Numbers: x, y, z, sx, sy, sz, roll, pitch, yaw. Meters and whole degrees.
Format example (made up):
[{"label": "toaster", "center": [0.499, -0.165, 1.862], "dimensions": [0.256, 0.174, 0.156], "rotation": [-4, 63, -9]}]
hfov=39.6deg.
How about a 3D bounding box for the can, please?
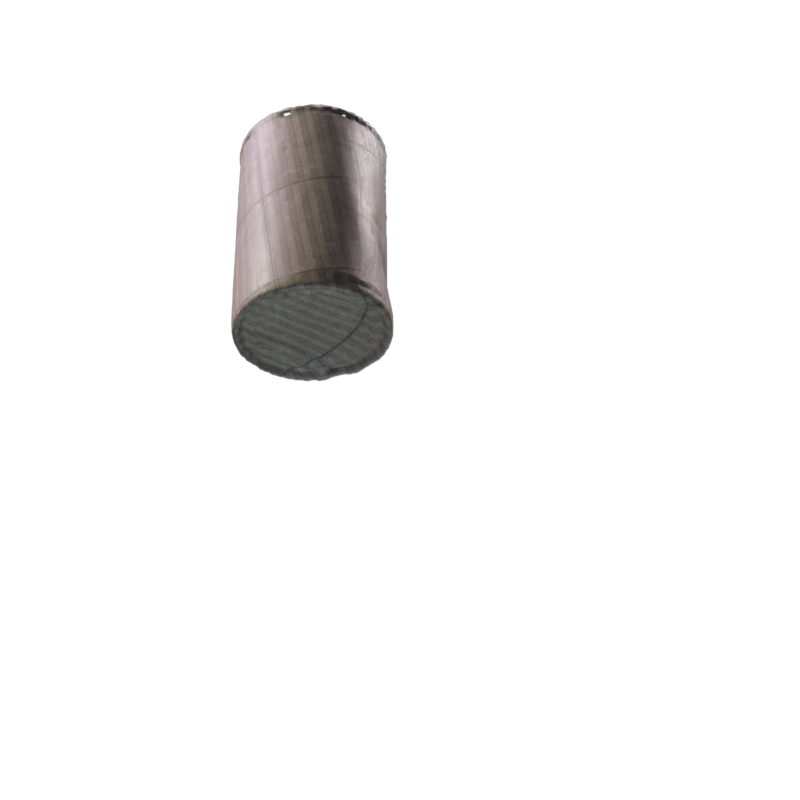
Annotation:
[{"label": "can", "center": [-0.037, -0.068, 0.478], "dimensions": [0.068, 0.110, 0.064], "rotation": [-1, -38, -3]}]
